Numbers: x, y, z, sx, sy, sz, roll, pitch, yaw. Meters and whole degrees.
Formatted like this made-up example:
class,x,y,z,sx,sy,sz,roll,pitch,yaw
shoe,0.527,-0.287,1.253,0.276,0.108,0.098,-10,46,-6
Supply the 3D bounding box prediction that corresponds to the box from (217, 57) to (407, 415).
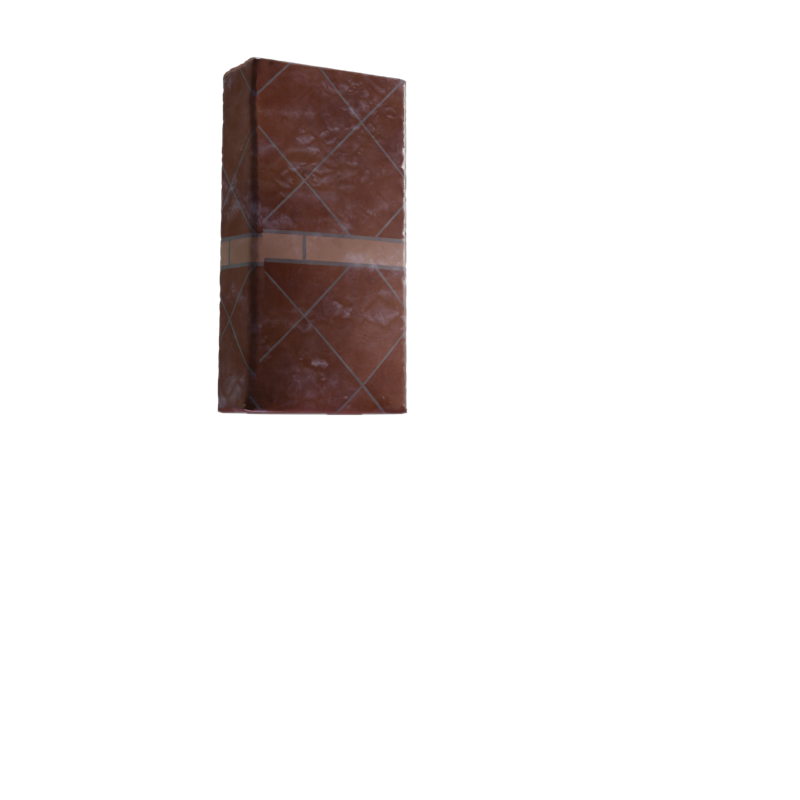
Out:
class,x,y,z,sx,sy,sz,roll,pitch,yaw
box,-0.045,-0.082,0.572,0.090,0.180,0.049,3,-9,-30
